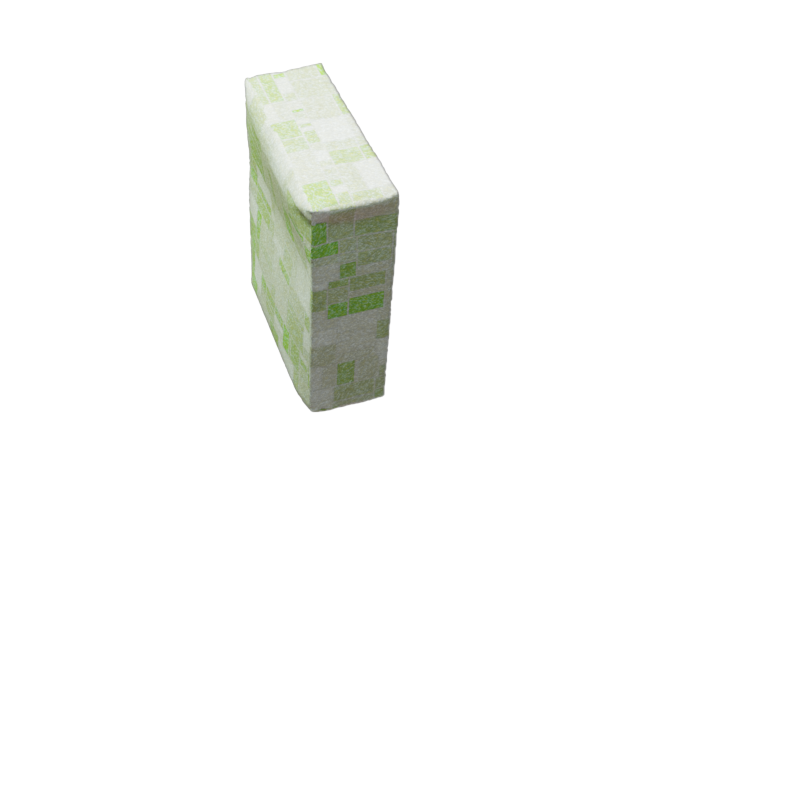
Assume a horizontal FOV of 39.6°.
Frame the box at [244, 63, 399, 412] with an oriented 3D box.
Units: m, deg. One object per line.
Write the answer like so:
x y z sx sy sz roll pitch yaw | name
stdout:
-0.066 -0.121 0.849 0.071 0.178 0.199 -13 -41 -16 | box
